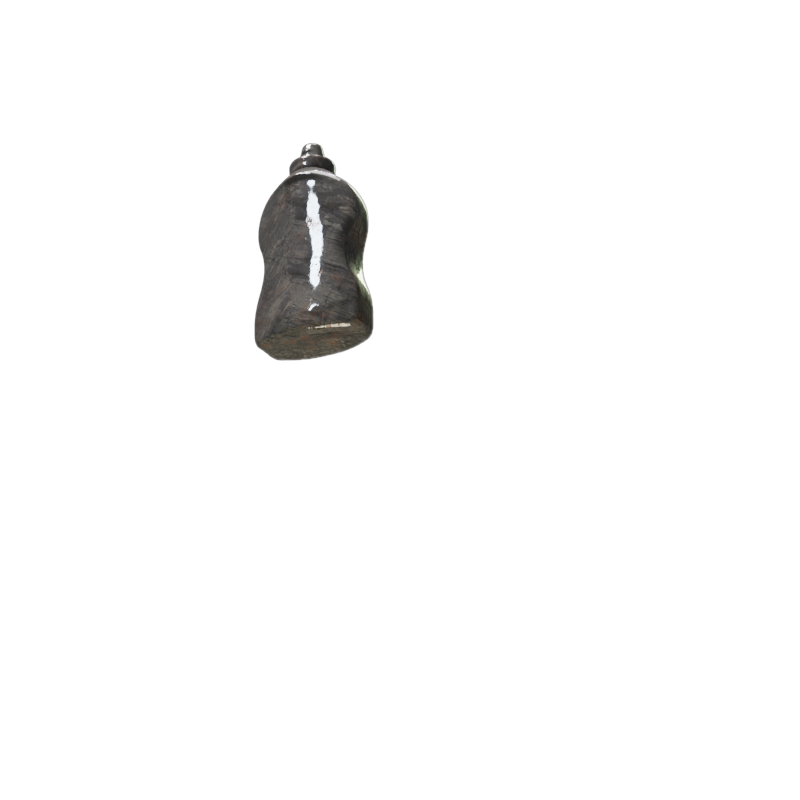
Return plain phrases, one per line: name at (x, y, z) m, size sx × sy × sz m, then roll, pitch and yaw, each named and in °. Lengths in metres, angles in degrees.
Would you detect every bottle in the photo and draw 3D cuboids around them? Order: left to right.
bottle at (-0.073, -0.133, 0.931) m, size 0.097 × 0.204 × 0.054 m, roll -16°, pitch -31°, yaw 24°
